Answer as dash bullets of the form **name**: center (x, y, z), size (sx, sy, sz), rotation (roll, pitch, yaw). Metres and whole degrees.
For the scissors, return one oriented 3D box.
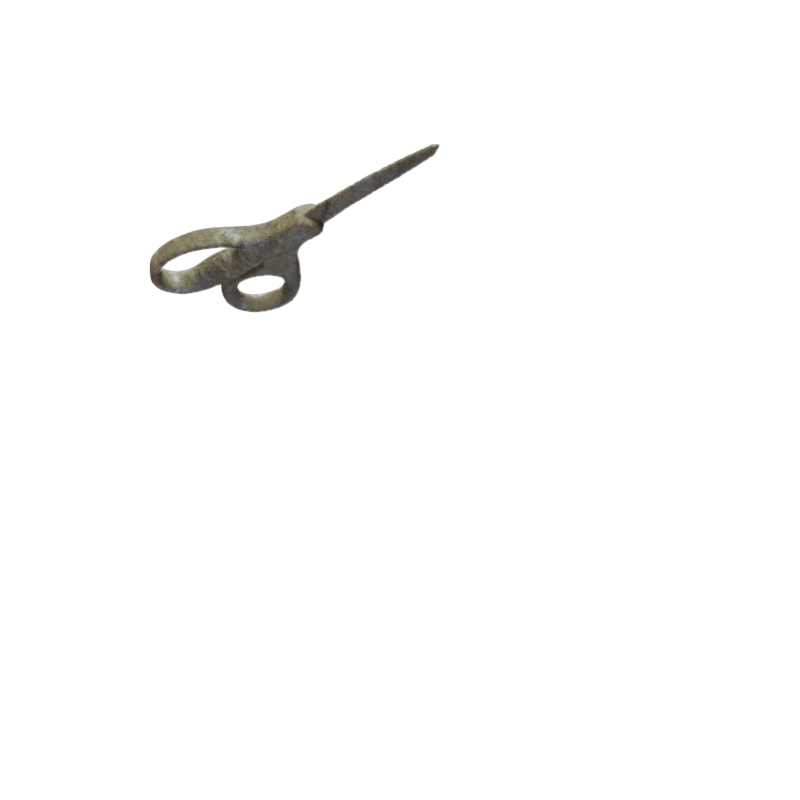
- **scissors**: center (-0.048, -0.088, 0.614), size (0.205, 0.017, 0.089), rotation (-13, -26, 28)
